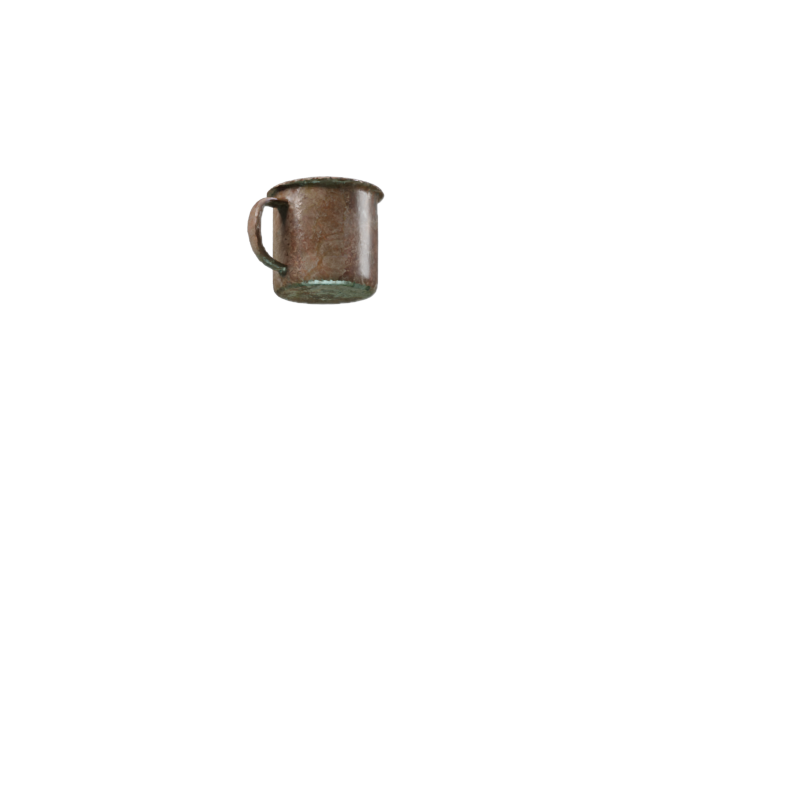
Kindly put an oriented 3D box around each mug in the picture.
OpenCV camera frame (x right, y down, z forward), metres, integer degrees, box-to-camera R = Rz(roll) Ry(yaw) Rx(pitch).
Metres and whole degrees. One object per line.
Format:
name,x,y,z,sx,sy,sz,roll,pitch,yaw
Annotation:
mug,-0.067,-0.122,0.857,0.111,0.084,0.095,9,-14,-41
